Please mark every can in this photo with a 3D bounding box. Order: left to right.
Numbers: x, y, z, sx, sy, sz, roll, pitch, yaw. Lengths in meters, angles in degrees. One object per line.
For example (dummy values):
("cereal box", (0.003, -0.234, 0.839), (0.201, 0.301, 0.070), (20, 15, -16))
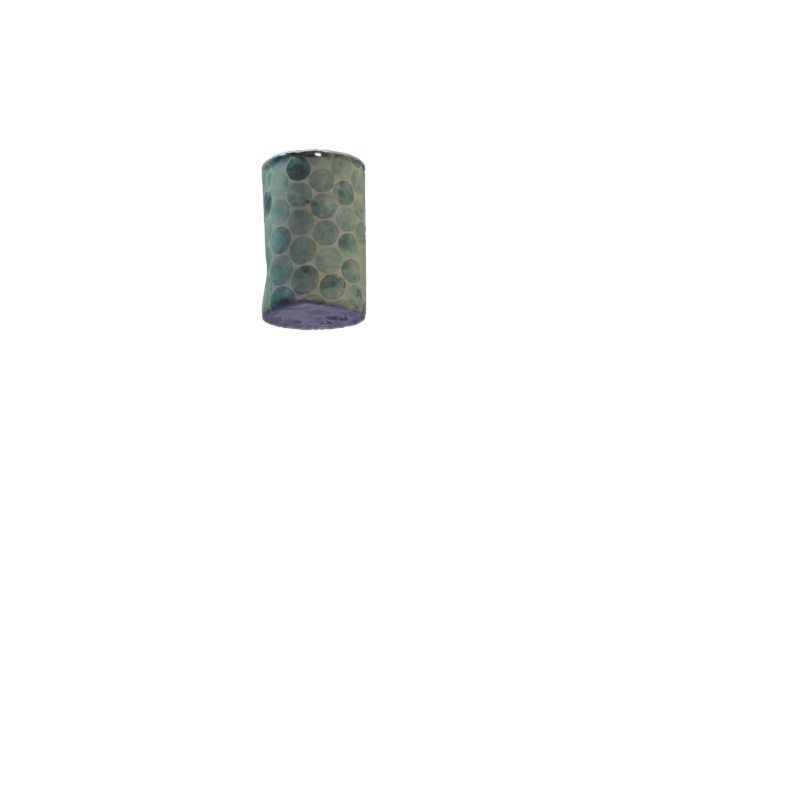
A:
("can", (-0.056, -0.101, 0.710), (0.068, 0.106, 0.066), (0, -14, -2))
